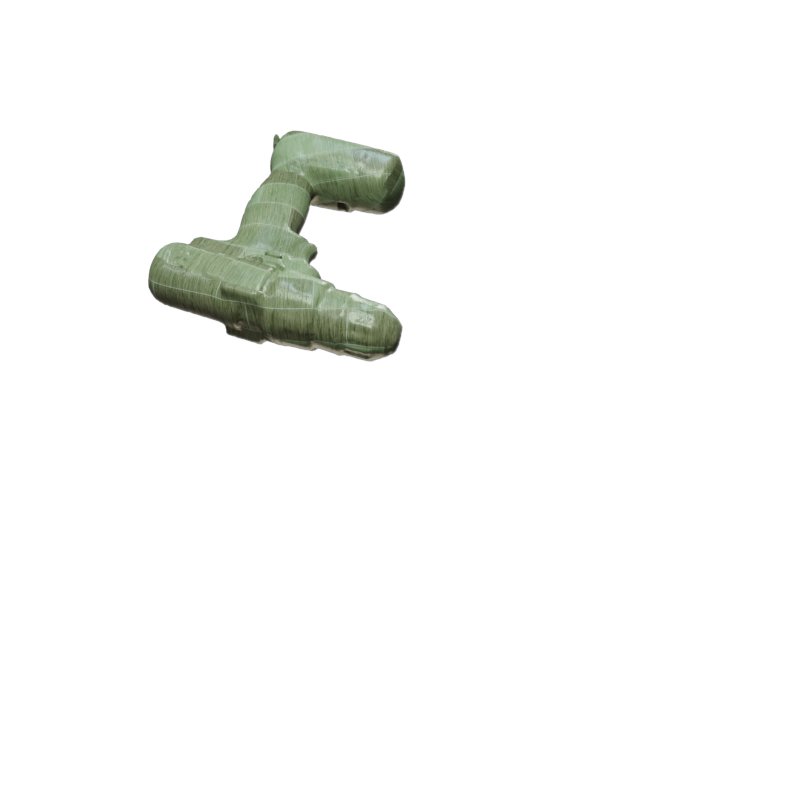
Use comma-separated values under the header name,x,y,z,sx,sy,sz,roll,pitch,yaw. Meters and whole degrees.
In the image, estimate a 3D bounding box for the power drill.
name,x,y,z,sx,sy,sz,roll,pitch,yaw
power drill,-0.063,-0.114,0.801,0.190,0.053,0.195,16,47,16
